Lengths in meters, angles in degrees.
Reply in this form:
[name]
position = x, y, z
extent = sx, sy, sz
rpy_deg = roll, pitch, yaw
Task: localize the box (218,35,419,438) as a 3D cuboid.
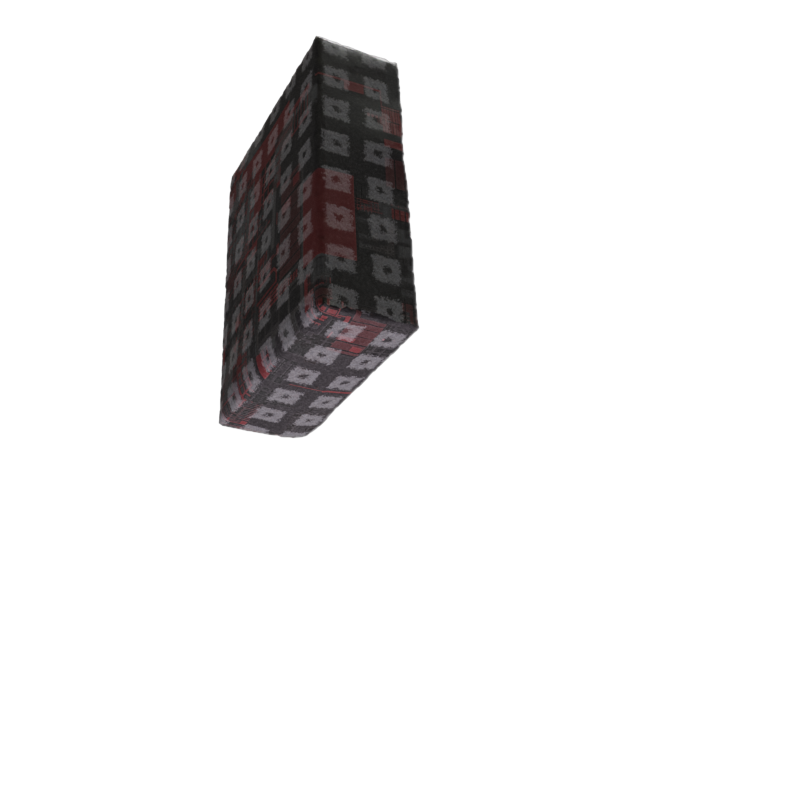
[box]
position = -0.058, -0.105, 0.737
extent = 0.069, 0.228, 0.160
rpy_deg = 14, -36, -24
